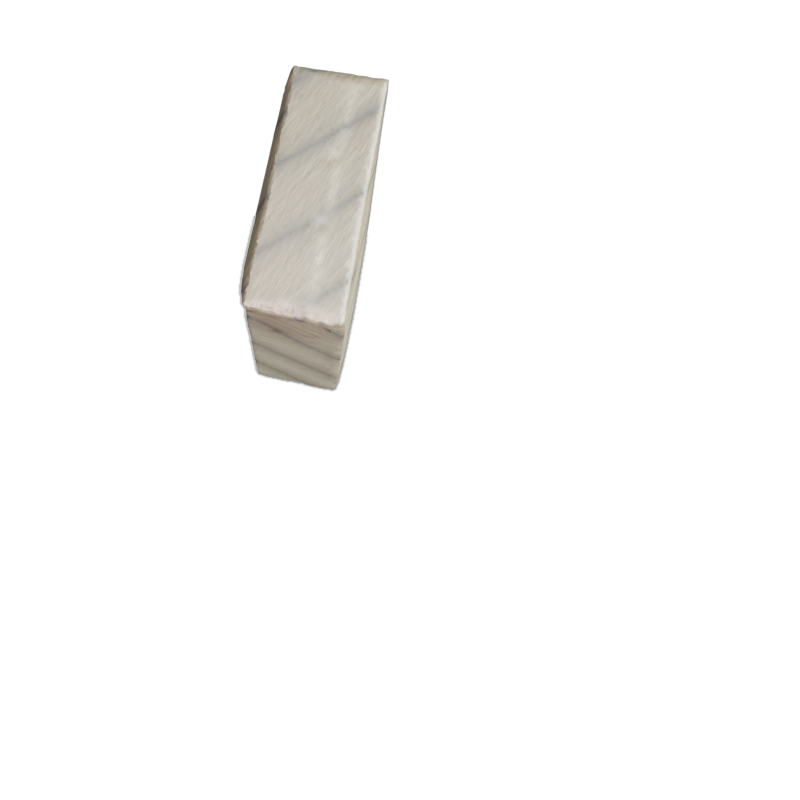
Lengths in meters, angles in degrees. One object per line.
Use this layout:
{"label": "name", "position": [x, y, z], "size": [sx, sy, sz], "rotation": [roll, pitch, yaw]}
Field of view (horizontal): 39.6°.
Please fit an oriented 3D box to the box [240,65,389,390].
{"label": "box", "position": [-0.060, -0.110, 0.770], "size": [0.072, 0.170, 0.207], "rotation": [10, -13, -2]}
